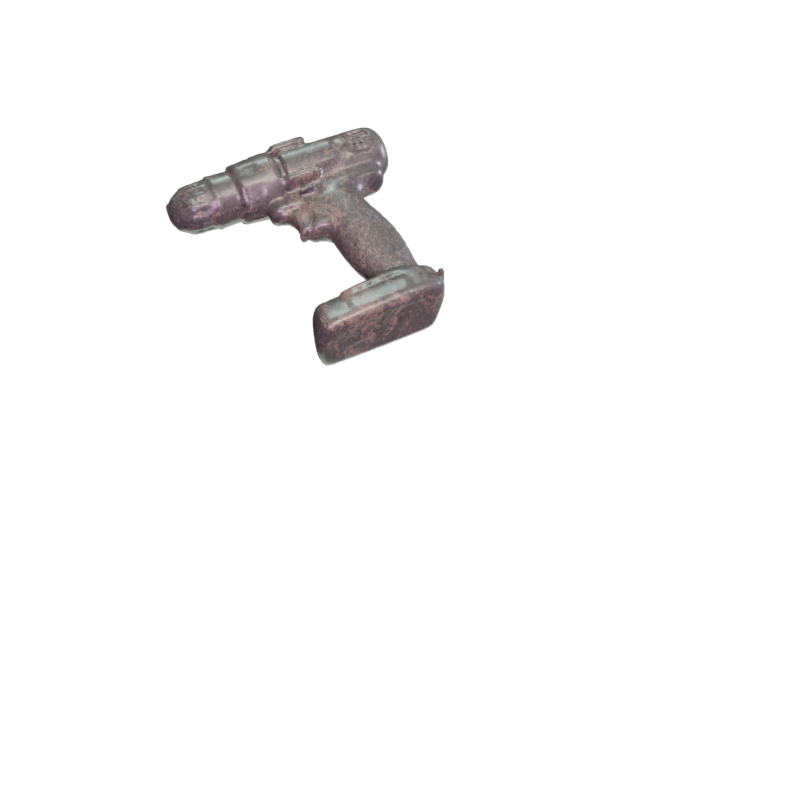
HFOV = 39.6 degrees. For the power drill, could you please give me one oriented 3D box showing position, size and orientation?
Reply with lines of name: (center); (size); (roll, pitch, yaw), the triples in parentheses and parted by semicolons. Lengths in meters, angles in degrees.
power drill: (-0.066, -0.121, 0.845); (0.183, 0.202, 0.054); (-21, -31, -14)
